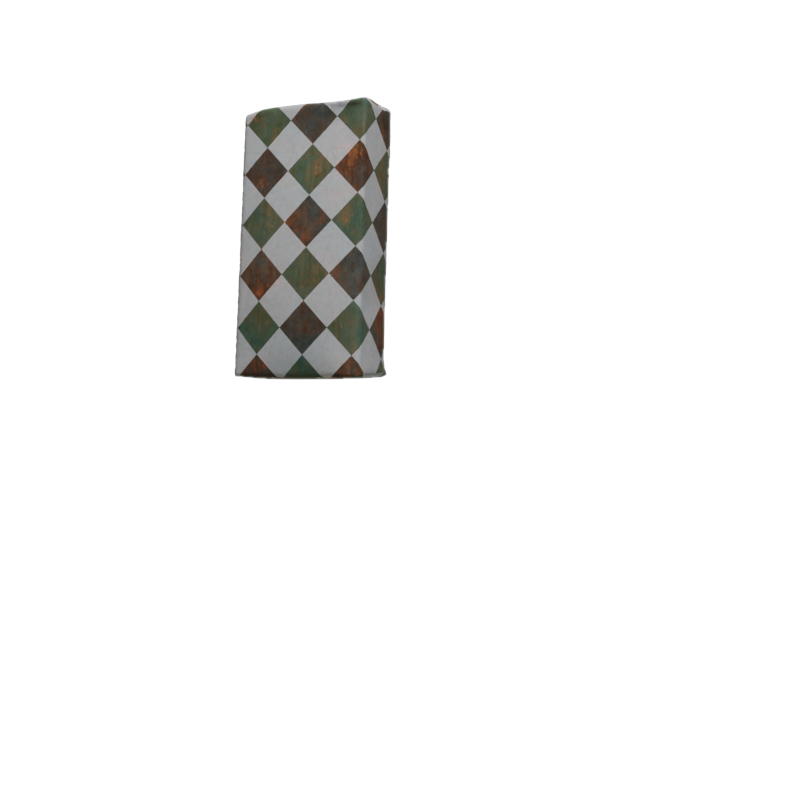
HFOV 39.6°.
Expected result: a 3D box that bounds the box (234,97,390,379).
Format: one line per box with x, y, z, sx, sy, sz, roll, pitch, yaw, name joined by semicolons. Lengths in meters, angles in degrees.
-0.056;-0.102;0.716;0.096;0.179;0.046;-3;-7;27;box
